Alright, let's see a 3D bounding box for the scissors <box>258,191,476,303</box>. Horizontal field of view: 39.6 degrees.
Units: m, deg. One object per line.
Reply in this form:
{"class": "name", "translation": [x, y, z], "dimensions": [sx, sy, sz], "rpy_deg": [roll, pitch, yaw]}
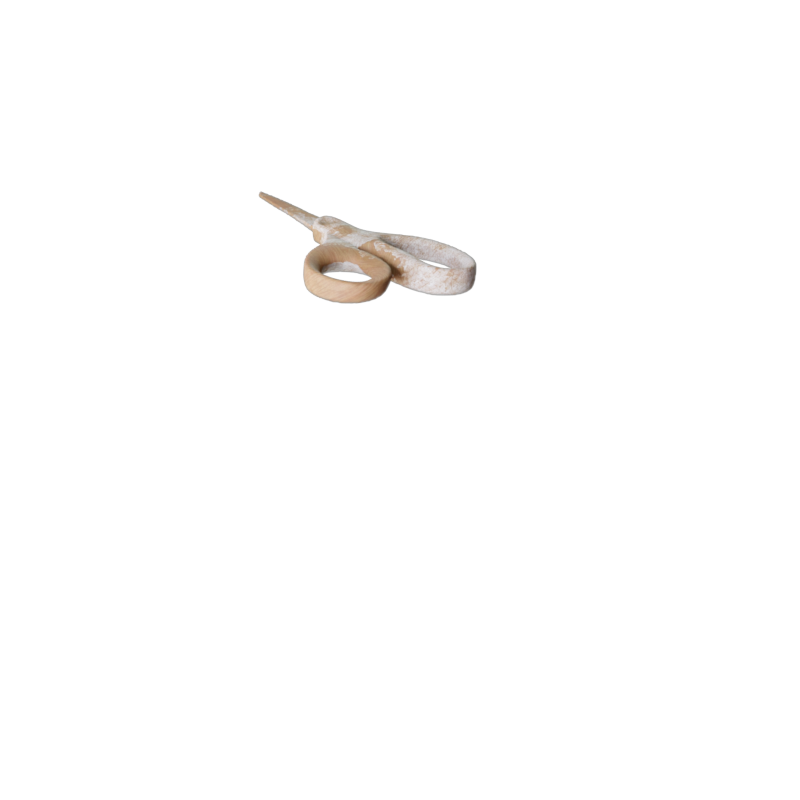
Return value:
{"class": "scissors", "translation": [-0.048, -0.088, 0.618], "dimensions": [0.095, 0.015, 0.214], "rpy_deg": [-21, 31, -39]}
